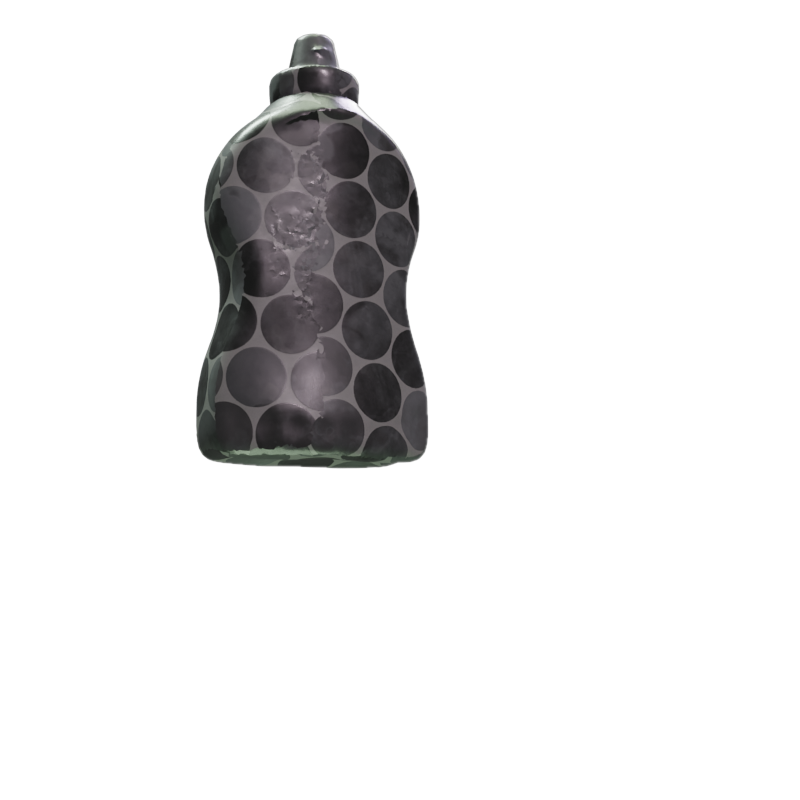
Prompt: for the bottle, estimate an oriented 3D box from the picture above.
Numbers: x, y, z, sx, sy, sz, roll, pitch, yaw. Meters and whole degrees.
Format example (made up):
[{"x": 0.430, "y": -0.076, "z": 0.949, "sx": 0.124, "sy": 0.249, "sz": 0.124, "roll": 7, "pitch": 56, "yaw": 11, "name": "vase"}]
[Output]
[{"x": -0.038, "y": -0.069, "z": 0.486, "sx": 0.093, "sy": 0.199, "sz": 0.058, "roll": 4, "pitch": -16, "yaw": -20, "name": "bottle"}]
